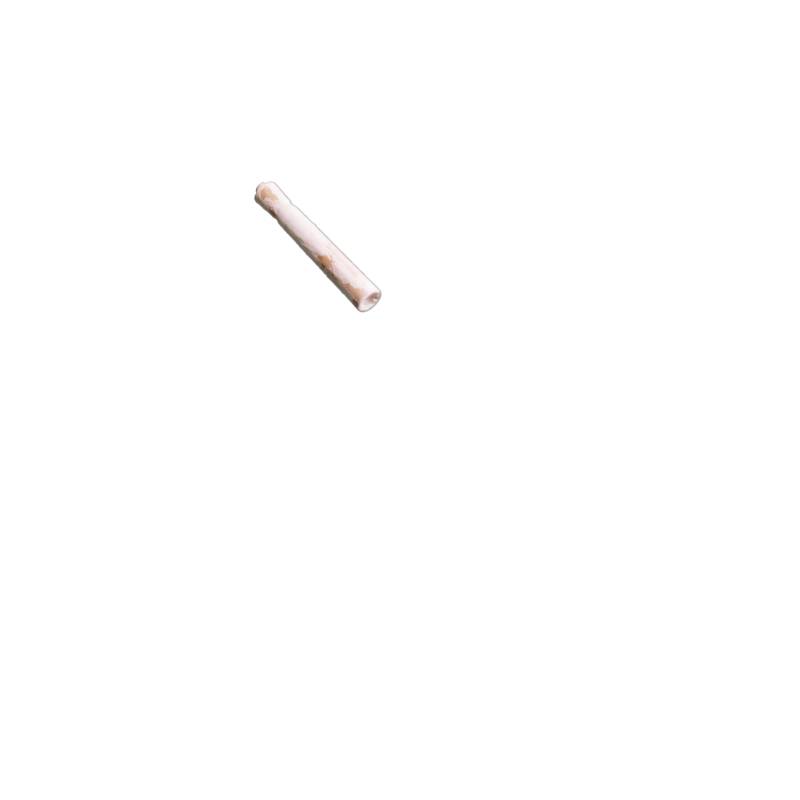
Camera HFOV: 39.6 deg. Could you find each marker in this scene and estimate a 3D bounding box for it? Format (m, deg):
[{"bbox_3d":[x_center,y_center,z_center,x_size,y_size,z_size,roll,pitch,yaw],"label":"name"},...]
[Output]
[{"bbox_3d":[-0.056,-0.103,0.719,0.019,0.019,0.130,-3,42,-48],"label":"marker"}]
